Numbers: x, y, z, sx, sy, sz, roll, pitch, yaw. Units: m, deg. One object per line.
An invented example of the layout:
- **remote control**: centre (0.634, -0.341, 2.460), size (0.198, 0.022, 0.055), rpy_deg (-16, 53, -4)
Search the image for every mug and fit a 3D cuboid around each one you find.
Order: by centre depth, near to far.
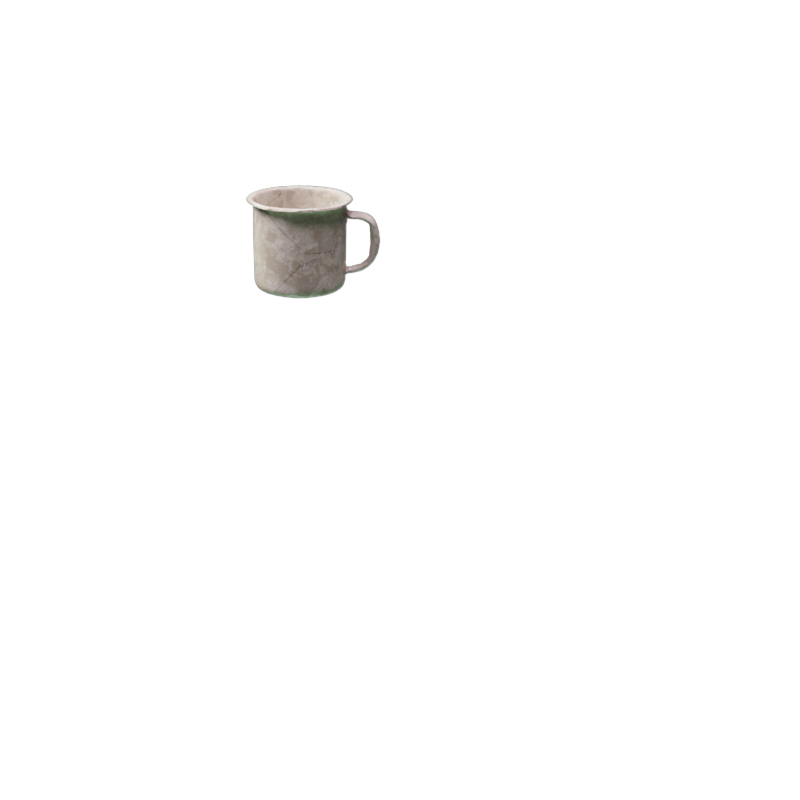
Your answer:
- **mug**: centre (-0.076, -0.139, 0.976), size (0.117, 0.078, 0.097), rpy_deg (0, 20, 0)
